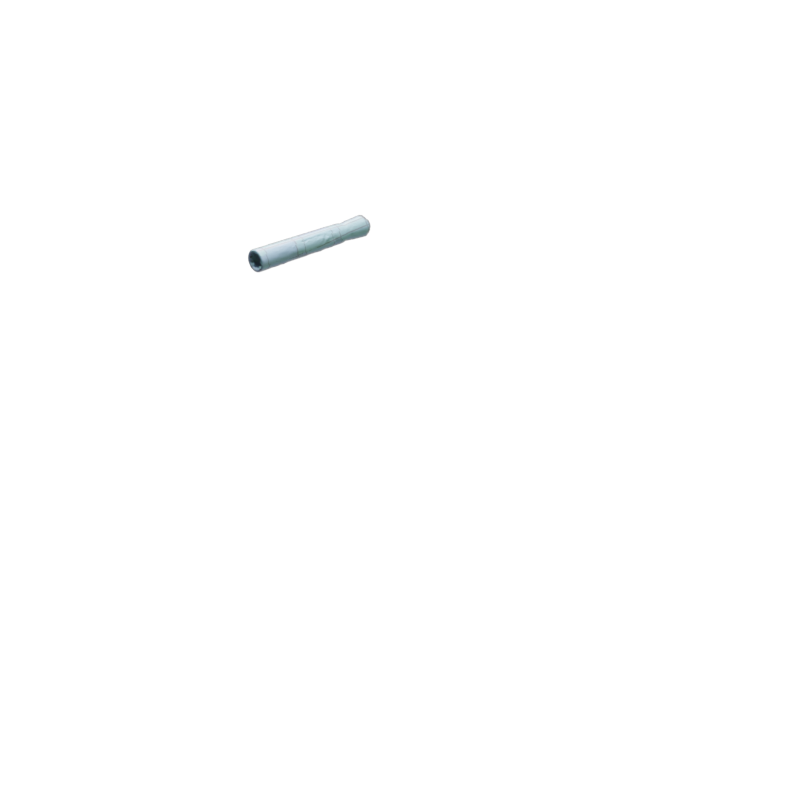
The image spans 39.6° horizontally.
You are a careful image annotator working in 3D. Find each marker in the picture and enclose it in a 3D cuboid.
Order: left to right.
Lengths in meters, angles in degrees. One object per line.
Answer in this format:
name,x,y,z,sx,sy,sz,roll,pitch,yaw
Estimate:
marker,-0.070,-0.128,0.897,0.120,0.019,0.021,-25,19,-38
